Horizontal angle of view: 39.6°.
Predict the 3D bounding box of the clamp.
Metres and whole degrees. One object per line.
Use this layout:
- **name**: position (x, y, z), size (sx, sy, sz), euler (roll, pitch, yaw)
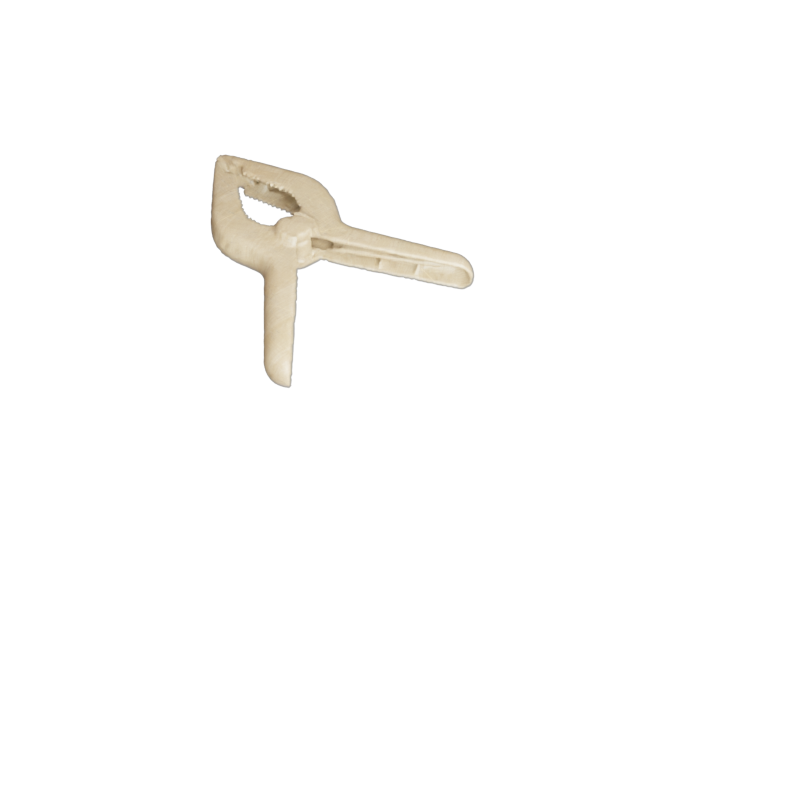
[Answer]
- **clamp**: position (-0.062, -0.112, 0.788), size (0.163, 0.034, 0.227), euler (-23, 51, -20)
